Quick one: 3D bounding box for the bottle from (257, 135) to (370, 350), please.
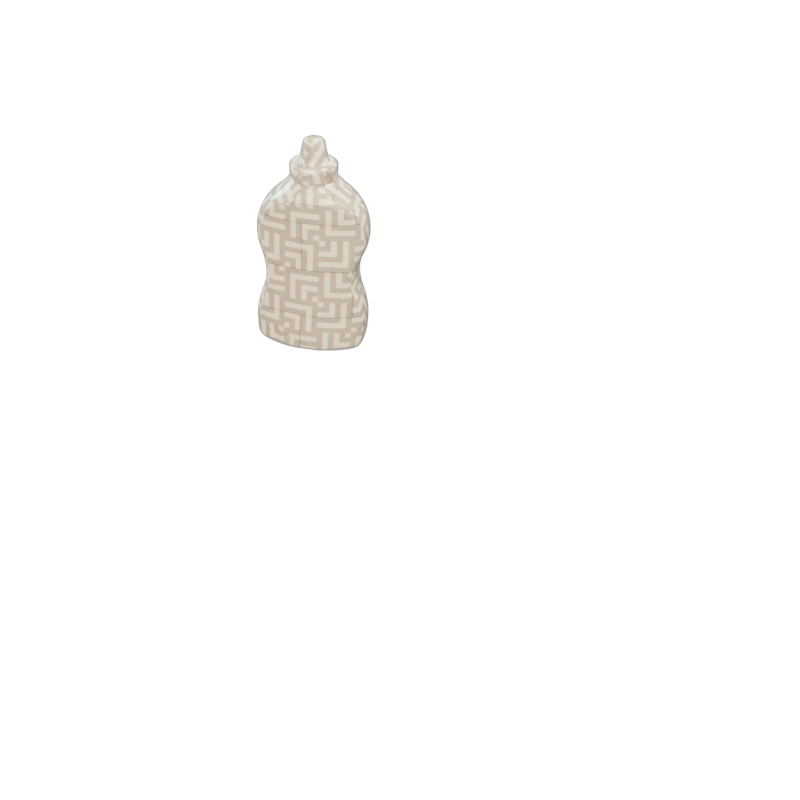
[{"bbox_3d":[-0.074,-0.136,0.950,0.098,0.180,0.061,9,33,11],"label":"bottle"}]
